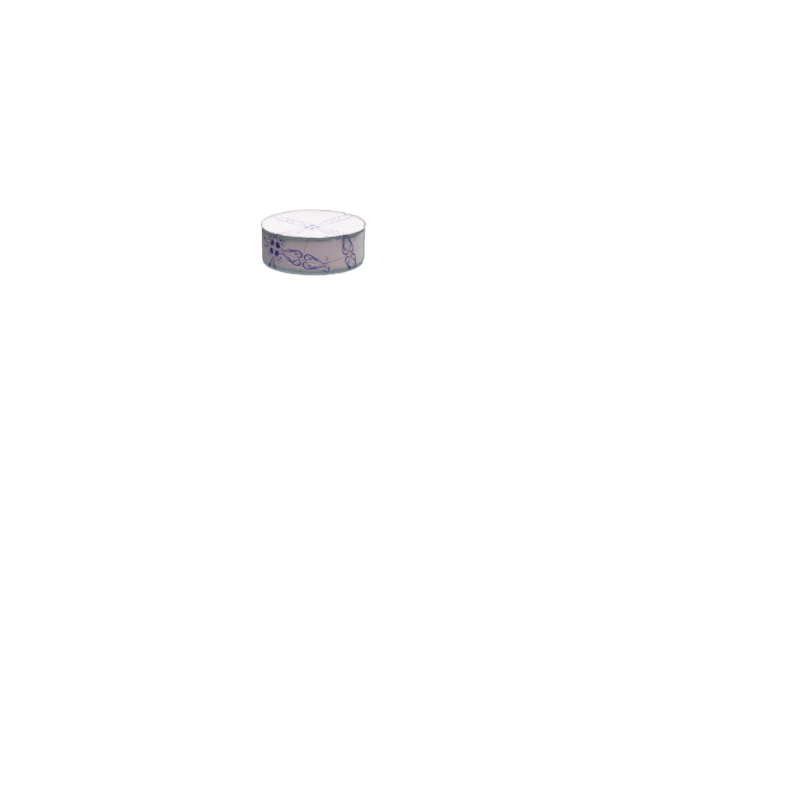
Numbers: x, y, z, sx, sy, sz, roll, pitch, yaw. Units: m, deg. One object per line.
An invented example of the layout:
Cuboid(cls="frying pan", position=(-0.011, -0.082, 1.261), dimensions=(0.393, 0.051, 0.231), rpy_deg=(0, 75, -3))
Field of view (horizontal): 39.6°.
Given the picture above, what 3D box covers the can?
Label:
Cuboid(cls="can", position=(-0.071, -0.130, 0.908), dimensions=(0.086, 0.032, 0.090), rpy_deg=(-1, 22, -2))
